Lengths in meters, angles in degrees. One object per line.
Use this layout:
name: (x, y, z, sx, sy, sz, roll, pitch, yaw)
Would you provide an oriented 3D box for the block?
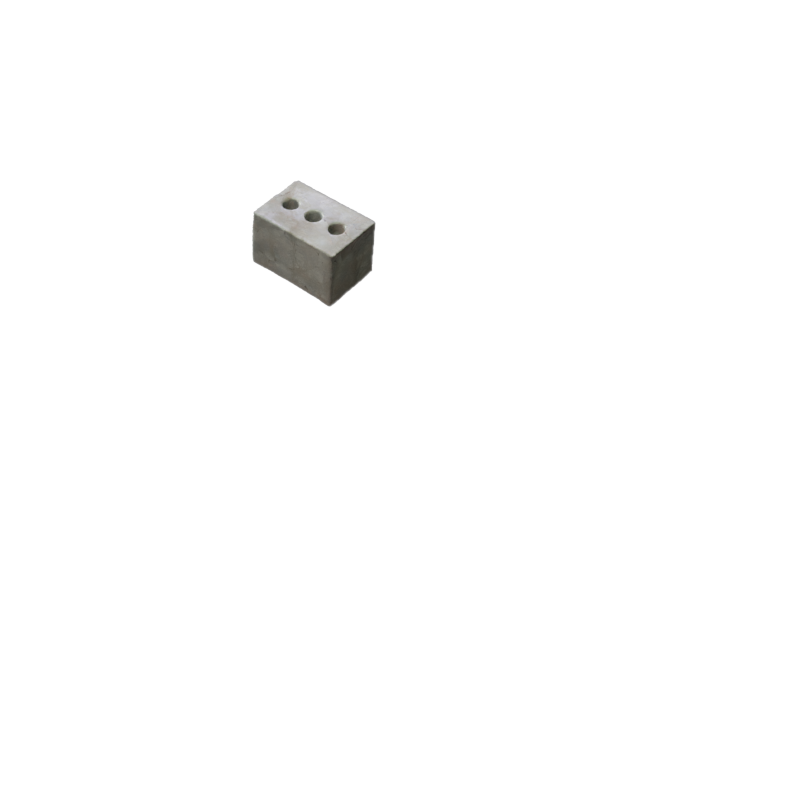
block: (-0.064, -0.117, 0.821, 0.082, 0.048, 0.053, 30, 52, 25)
